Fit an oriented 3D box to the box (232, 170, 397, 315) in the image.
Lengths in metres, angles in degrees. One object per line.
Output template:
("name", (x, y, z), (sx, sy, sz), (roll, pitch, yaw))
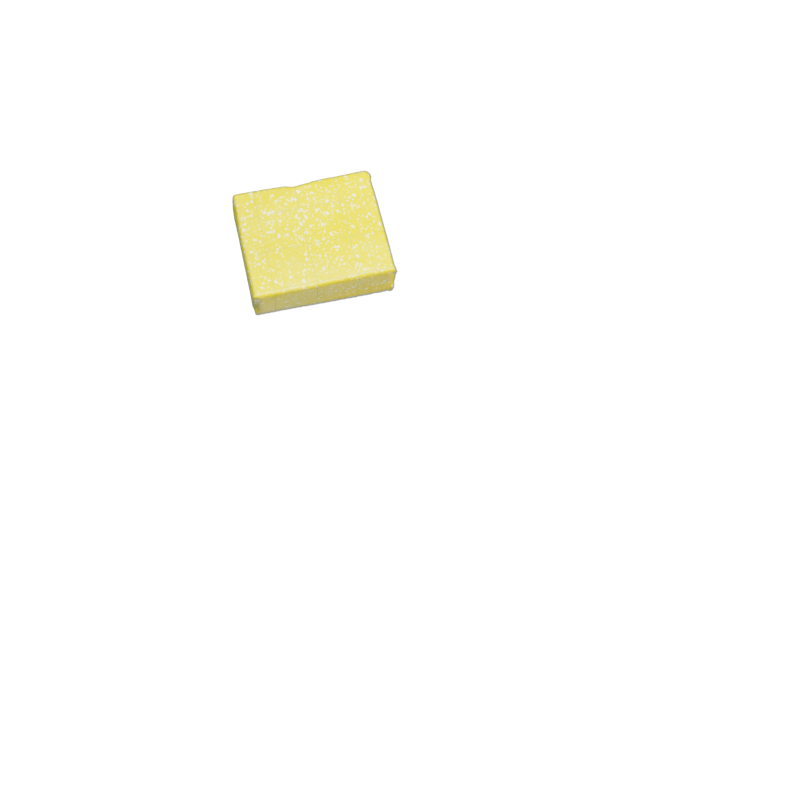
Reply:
("box", (-0.053, -0.097, 0.681), (0.089, 0.078, 0.028), (-11, -26, -6))
